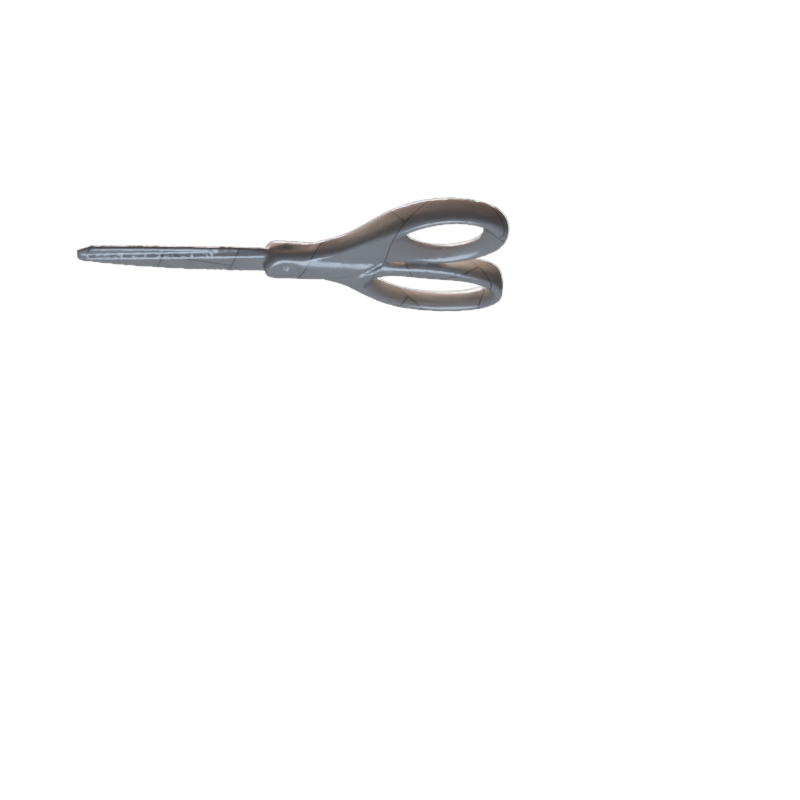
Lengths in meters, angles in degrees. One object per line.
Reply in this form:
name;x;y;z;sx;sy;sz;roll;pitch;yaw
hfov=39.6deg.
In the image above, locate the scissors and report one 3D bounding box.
scissors;-0.040;-0.072;0.505;0.196;0.017;0.093;8;-26;-17
